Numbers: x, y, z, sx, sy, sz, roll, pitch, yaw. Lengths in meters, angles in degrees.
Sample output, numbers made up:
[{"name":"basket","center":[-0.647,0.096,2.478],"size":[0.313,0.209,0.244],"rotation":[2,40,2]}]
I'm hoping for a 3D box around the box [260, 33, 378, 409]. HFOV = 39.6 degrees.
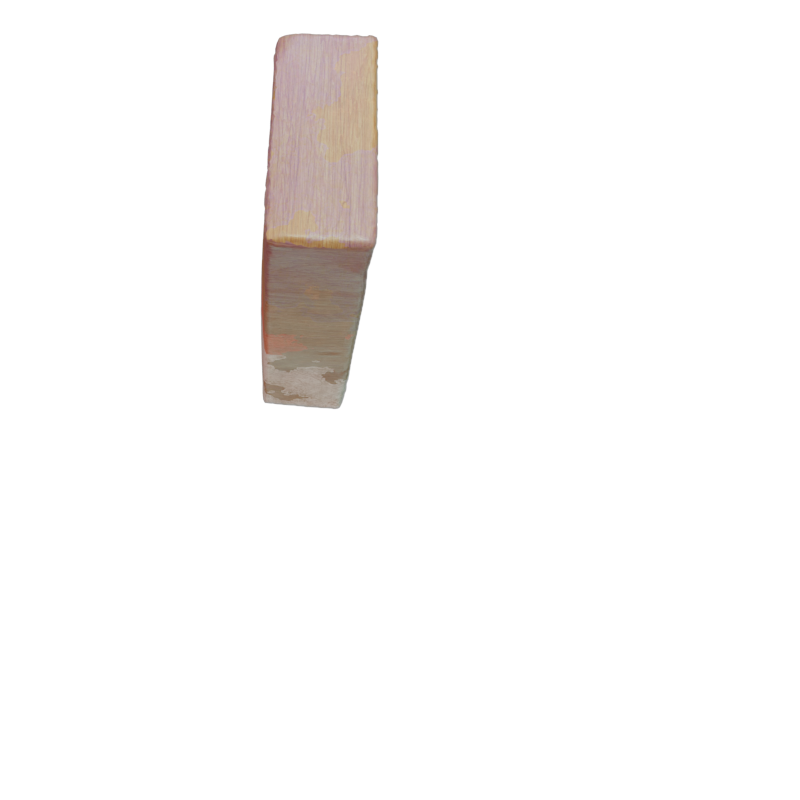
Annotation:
[{"name":"box","center":[-0.038,-0.068,0.478],"size":[0.048,0.099,0.167],"rotation":[2,-22,-3]}]
